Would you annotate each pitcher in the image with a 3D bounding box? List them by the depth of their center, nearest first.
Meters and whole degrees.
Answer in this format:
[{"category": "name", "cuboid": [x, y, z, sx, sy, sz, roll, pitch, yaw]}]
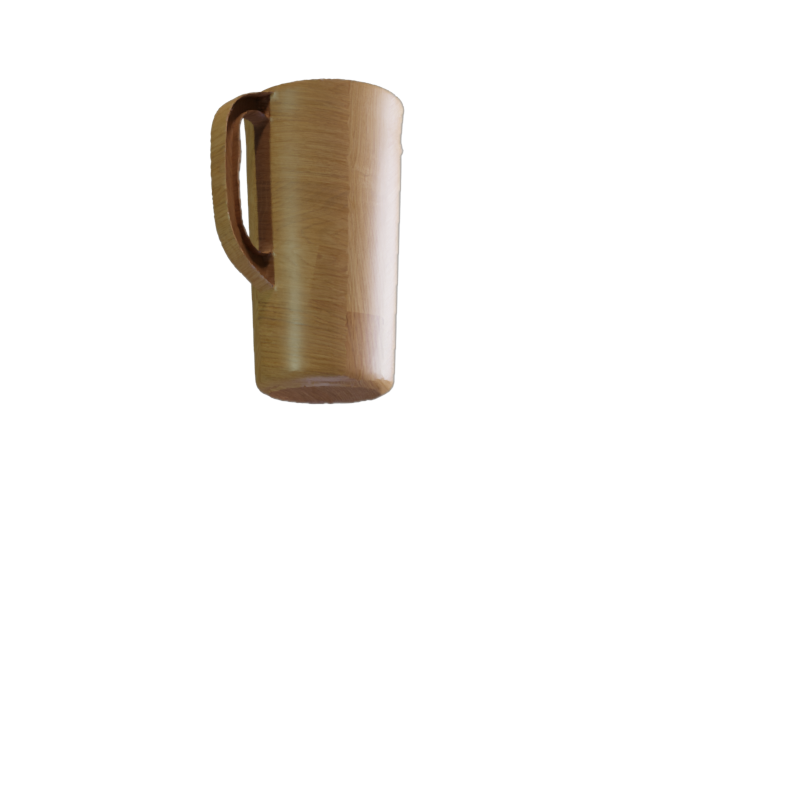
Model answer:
[{"category": "pitcher", "cuboid": [-0.069, -0.126, 0.880, 0.150, 0.252, 0.139, -1, -15, 2]}]
